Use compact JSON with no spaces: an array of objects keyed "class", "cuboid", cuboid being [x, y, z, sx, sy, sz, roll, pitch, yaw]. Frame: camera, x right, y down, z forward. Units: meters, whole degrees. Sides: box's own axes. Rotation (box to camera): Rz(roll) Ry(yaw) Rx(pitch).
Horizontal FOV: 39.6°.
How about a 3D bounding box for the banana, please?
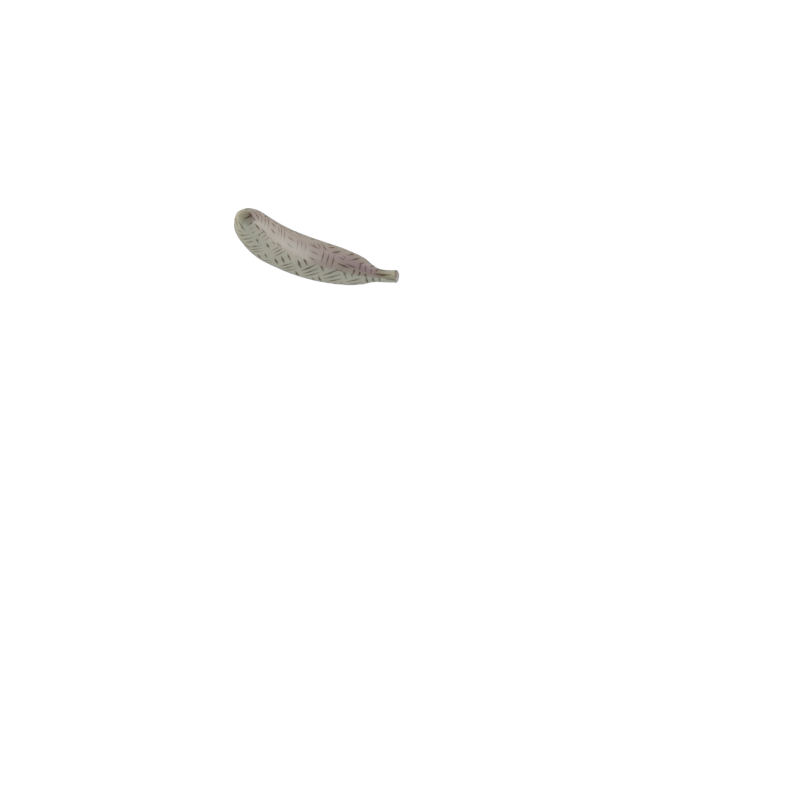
[{"class":"banana","cuboid":[-0.089,-0.139,1.013,0.071,0.038,0.187,-15,-20,43]}]
